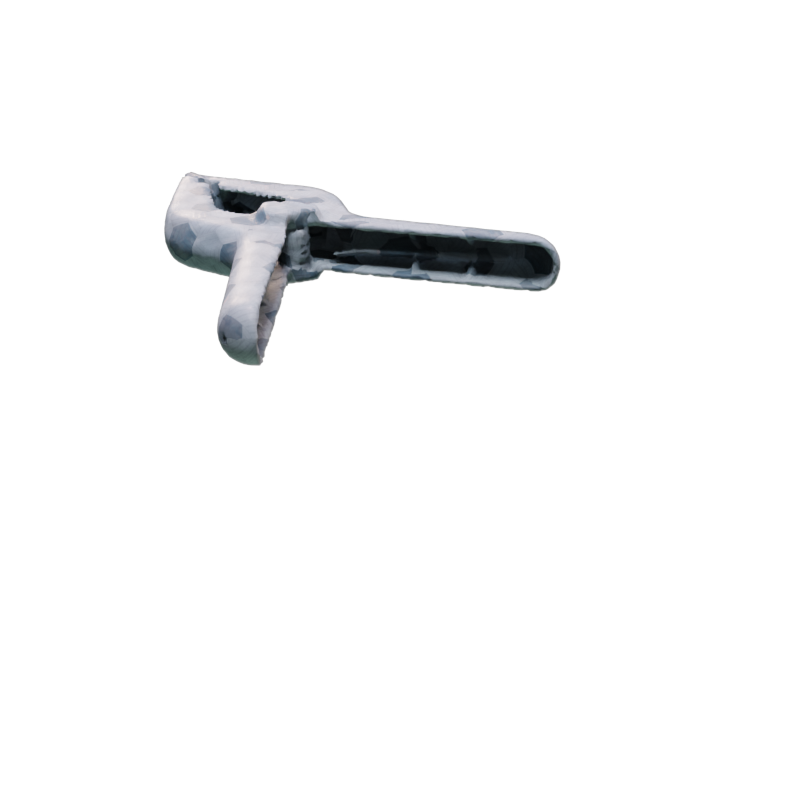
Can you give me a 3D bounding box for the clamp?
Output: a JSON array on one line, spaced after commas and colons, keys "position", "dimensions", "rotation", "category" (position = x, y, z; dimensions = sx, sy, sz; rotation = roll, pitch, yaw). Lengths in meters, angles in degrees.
[{"position": [-0.041, -0.075, 0.527], "dimensions": [0.161, 0.035, 0.224], "rotation": [-12, 26, -25], "category": "clamp"}]
